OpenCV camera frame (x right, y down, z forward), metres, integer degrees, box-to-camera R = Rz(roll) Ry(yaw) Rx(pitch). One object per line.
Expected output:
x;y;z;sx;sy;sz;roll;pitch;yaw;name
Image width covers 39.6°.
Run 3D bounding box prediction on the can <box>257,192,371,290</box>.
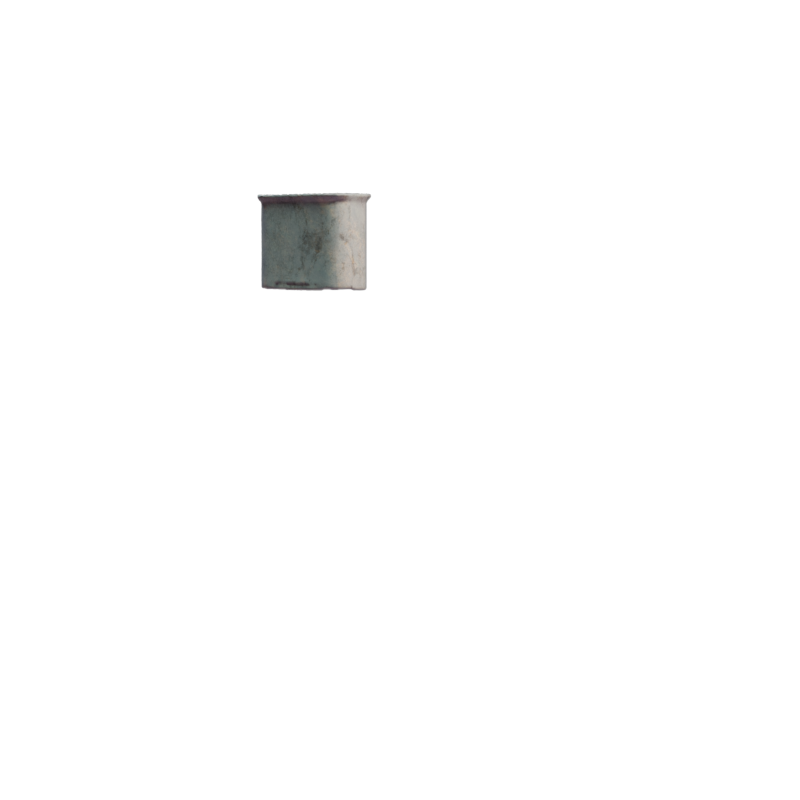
-0.076;-0.139;0.975;0.106;0.083;0.055;4;5;36;can
